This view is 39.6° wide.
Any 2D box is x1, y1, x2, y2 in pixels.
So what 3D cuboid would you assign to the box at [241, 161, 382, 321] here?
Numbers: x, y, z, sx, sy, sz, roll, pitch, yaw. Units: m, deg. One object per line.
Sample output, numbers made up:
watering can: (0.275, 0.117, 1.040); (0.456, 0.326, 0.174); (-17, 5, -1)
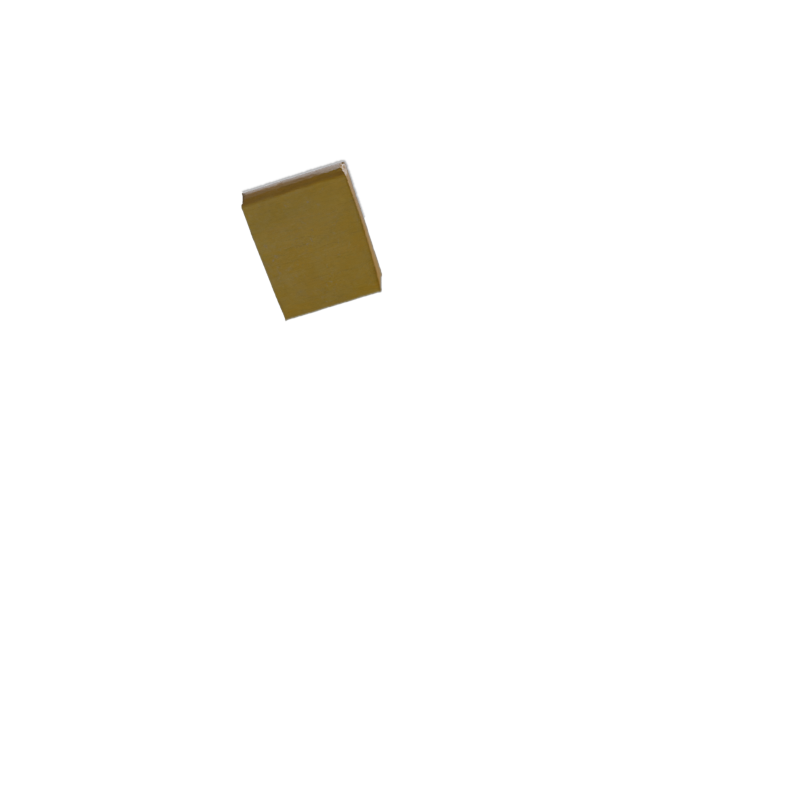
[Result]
box: (-0.071, -0.131, 0.914); (0.090, 0.107, 0.041); (-16, 23, 6)
